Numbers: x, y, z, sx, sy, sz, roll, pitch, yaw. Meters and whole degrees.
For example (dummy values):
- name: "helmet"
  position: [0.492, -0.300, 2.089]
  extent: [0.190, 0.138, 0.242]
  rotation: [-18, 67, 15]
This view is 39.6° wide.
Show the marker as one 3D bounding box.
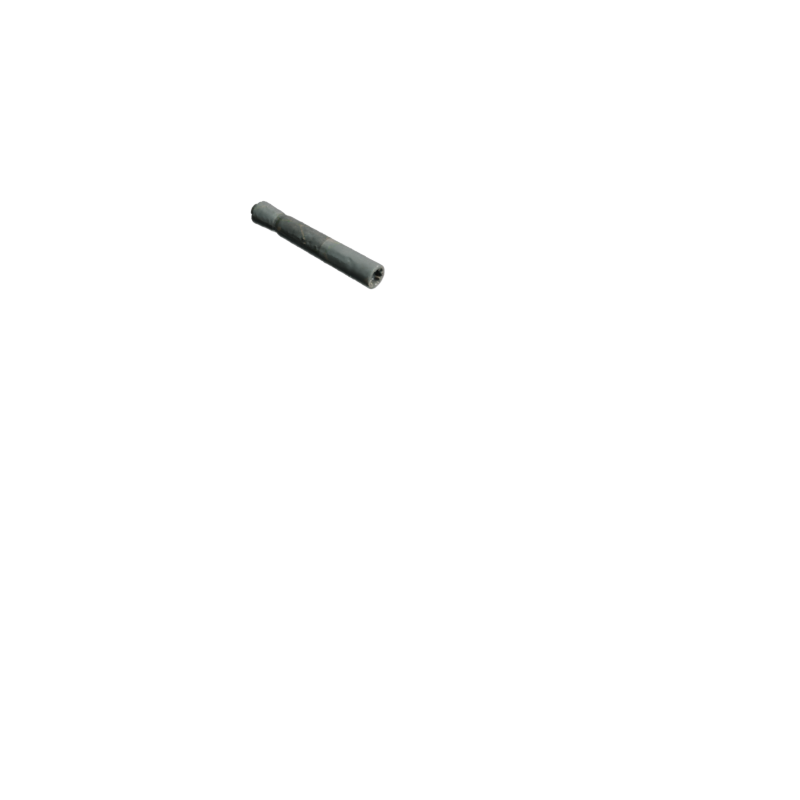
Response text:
- name: "marker"
  position: [-0.063, -0.115, 0.805]
  extent: [0.129, 0.019, 0.019]
  rotation: [32, 20, 30]
